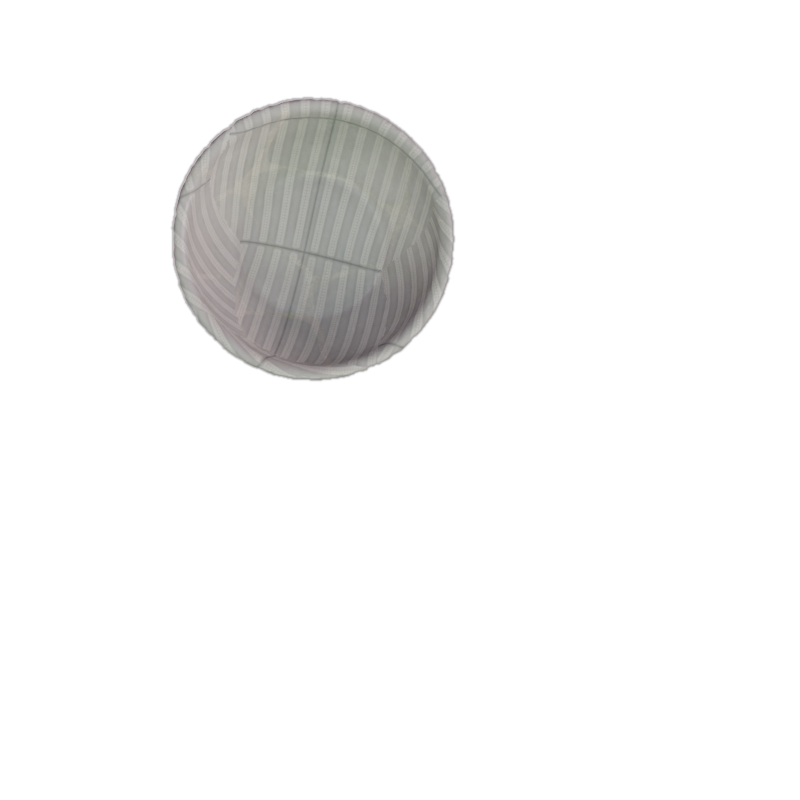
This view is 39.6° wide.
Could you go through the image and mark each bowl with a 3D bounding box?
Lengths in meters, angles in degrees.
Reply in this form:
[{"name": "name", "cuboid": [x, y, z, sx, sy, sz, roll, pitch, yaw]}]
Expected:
[{"name": "bowl", "cuboid": [-0.051, -0.094, 0.658, 0.162, 0.164, 0.054, 0, -4, 0]}]
